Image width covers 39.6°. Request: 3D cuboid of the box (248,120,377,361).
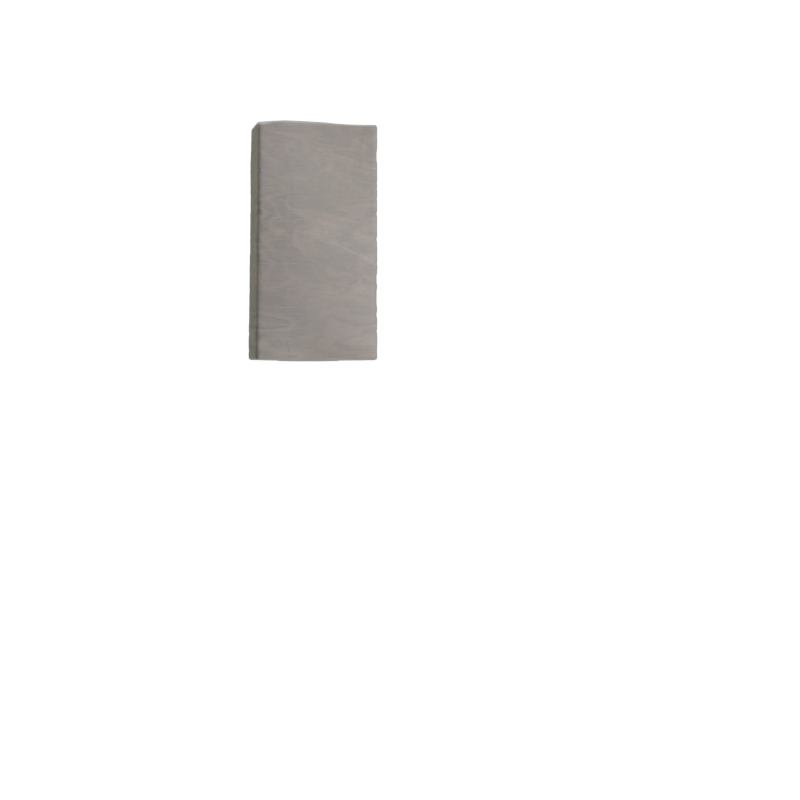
[{"bbox_3d":[-0.065,-0.118,0.826,0.092,0.178,0.048,0,-3,-12],"label":"box"}]
